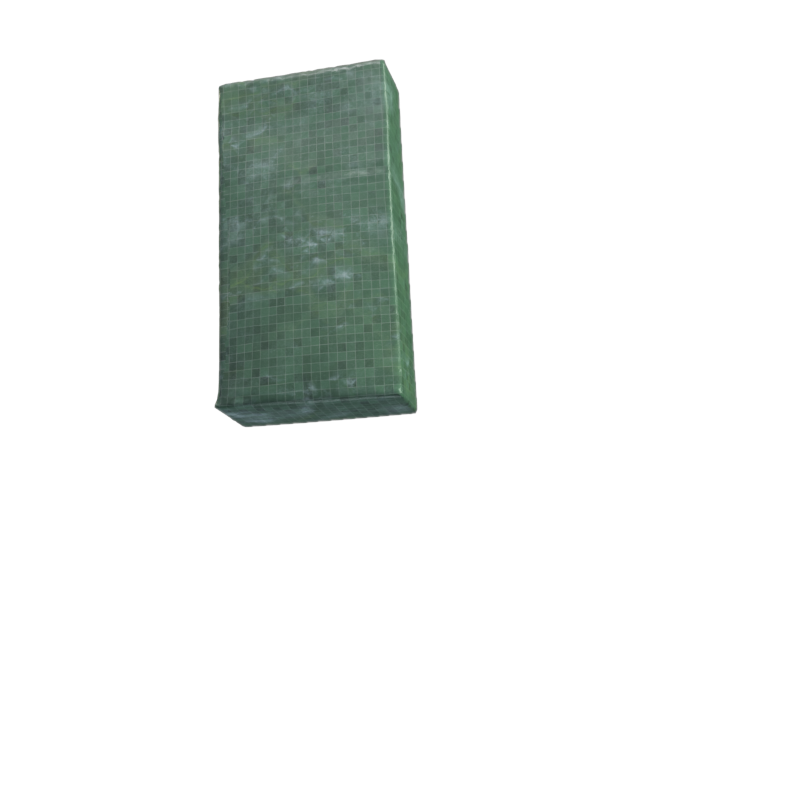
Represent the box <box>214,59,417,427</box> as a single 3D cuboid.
[{"bbox_3d":[-0.044,-0.080,0.560,0.095,0.185,0.045,-6,-22,13],"label":"box"}]
